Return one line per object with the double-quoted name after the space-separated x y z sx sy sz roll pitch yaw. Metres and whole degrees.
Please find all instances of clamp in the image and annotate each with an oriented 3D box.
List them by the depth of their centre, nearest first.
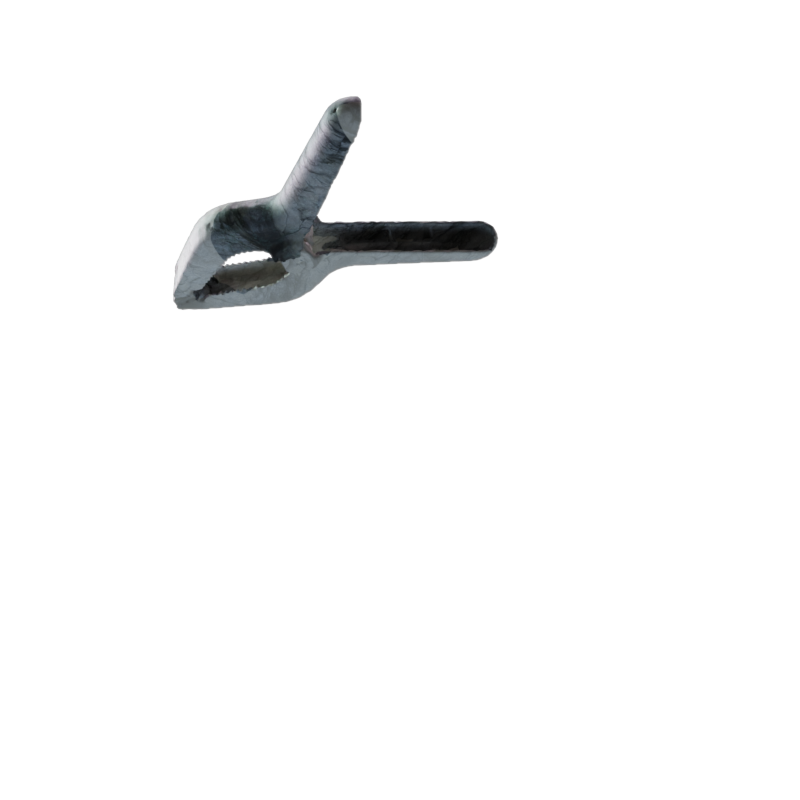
-0.055 -0.100 0.701 0.210 0.039 0.154 -24 -38 34 "clamp"
